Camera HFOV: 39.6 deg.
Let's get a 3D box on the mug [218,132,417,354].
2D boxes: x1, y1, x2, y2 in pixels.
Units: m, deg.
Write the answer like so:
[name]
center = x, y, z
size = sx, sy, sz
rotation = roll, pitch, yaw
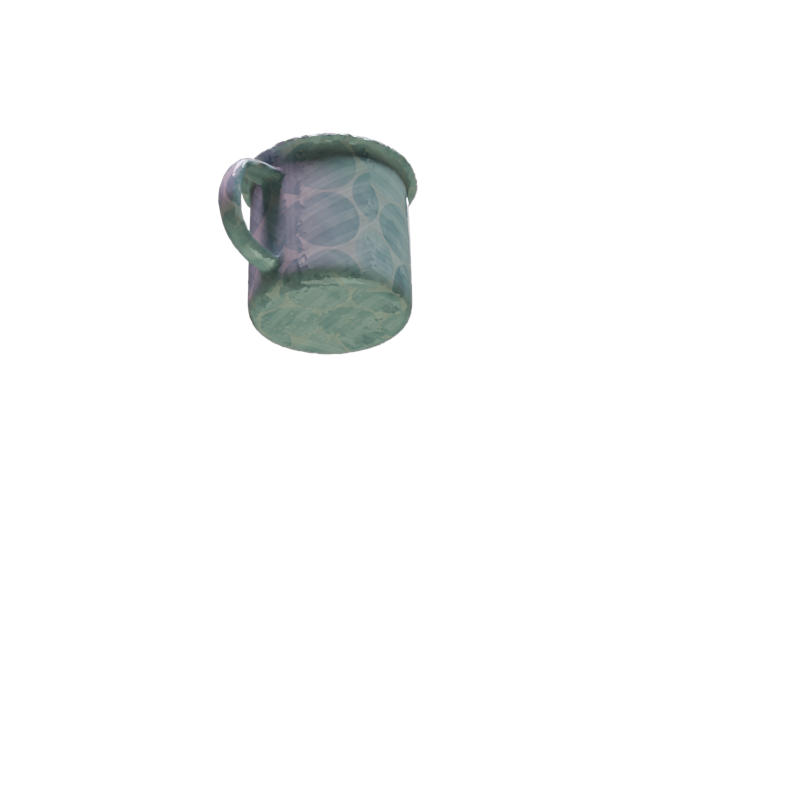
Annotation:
[mug]
center = -0.044, -0.080, 0.557
size = 0.094, 0.087, 0.109
rotation = -24, -36, 35
